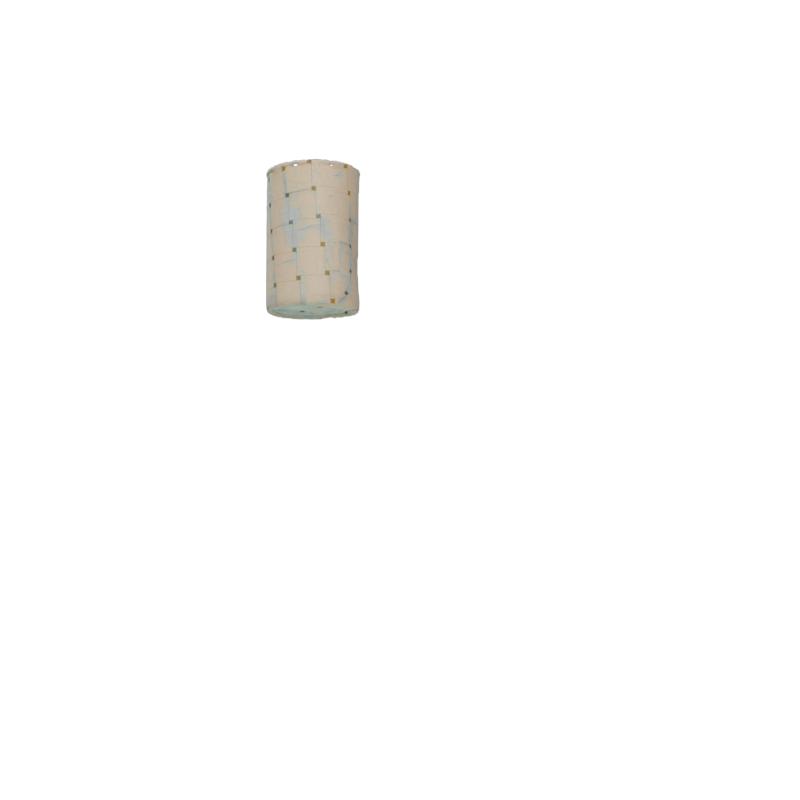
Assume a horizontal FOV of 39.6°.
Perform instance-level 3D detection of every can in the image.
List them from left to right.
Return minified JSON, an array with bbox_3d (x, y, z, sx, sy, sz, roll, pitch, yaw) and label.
[{"bbox_3d":[-0.062,-0.113,0.790,0.068,0.105,0.067,0,-11,-2],"label":"can"}]
